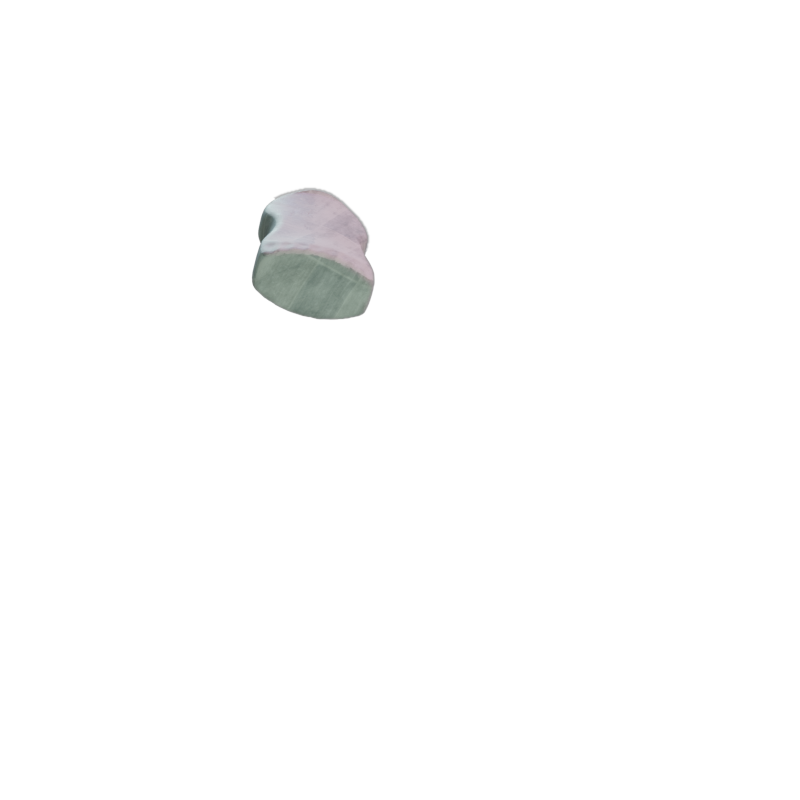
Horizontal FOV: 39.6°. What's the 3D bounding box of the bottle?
[{"bbox_3d":[-0.075,-0.137,0.955,0.095,0.056,0.203,11,27,-9],"label":"bottle"}]
